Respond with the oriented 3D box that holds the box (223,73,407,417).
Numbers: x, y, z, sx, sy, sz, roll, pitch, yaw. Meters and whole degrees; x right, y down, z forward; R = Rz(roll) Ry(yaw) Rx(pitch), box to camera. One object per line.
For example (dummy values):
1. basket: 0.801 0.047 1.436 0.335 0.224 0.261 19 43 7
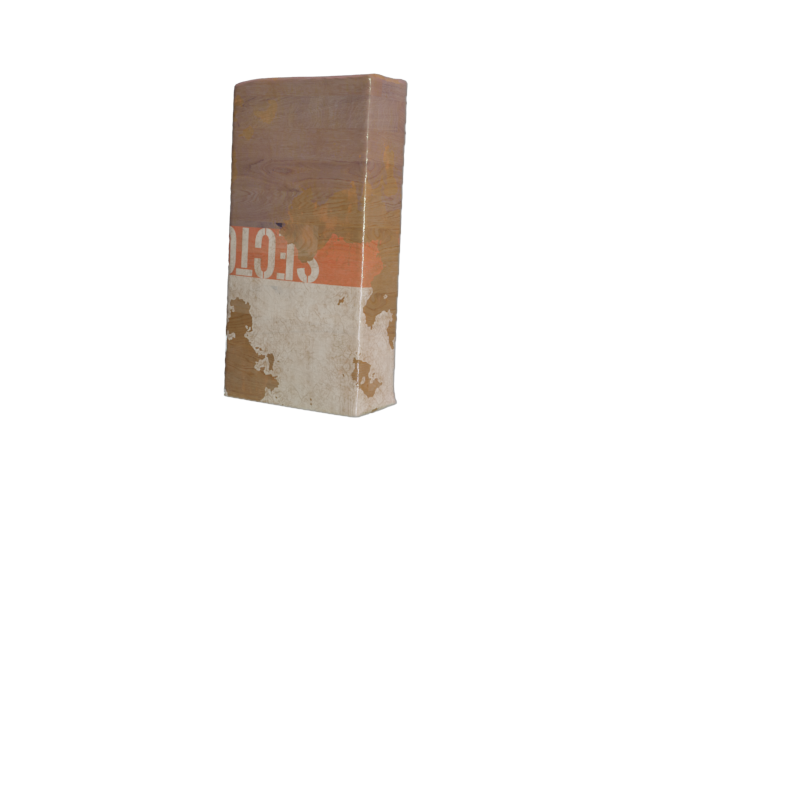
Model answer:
1. box: -0.047 -0.086 0.600 0.097 0.174 0.047 4 5 33
